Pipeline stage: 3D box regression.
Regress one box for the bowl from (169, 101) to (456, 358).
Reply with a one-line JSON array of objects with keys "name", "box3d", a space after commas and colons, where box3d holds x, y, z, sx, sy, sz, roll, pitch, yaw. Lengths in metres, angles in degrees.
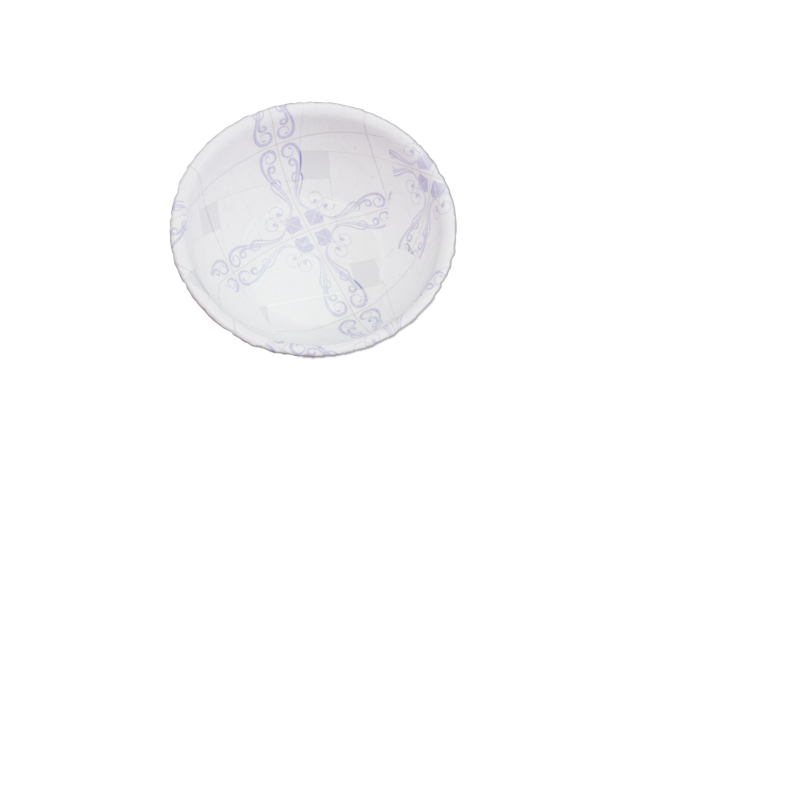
[{"name": "bowl", "box3d": [-0.051, -0.092, 0.647, 0.162, 0.171, 0.052, -1, -24, -1]}]
